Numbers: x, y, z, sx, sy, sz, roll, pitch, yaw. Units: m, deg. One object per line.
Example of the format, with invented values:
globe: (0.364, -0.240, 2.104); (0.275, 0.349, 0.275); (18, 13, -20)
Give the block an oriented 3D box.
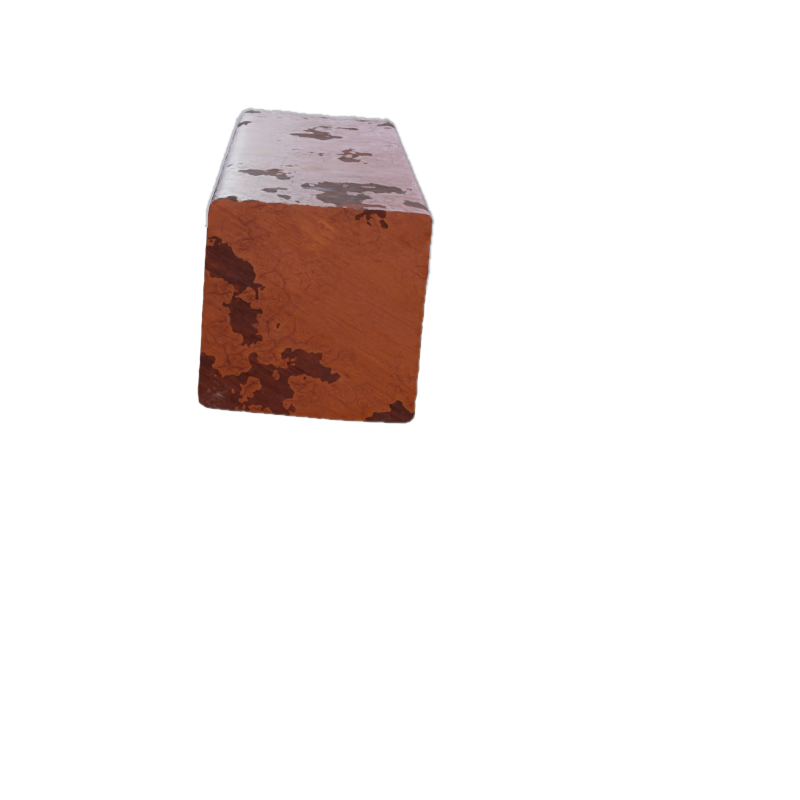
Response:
block: (-0.043, -0.076, 0.534); (0.090, 0.087, 0.216); (3, 22, -5)
